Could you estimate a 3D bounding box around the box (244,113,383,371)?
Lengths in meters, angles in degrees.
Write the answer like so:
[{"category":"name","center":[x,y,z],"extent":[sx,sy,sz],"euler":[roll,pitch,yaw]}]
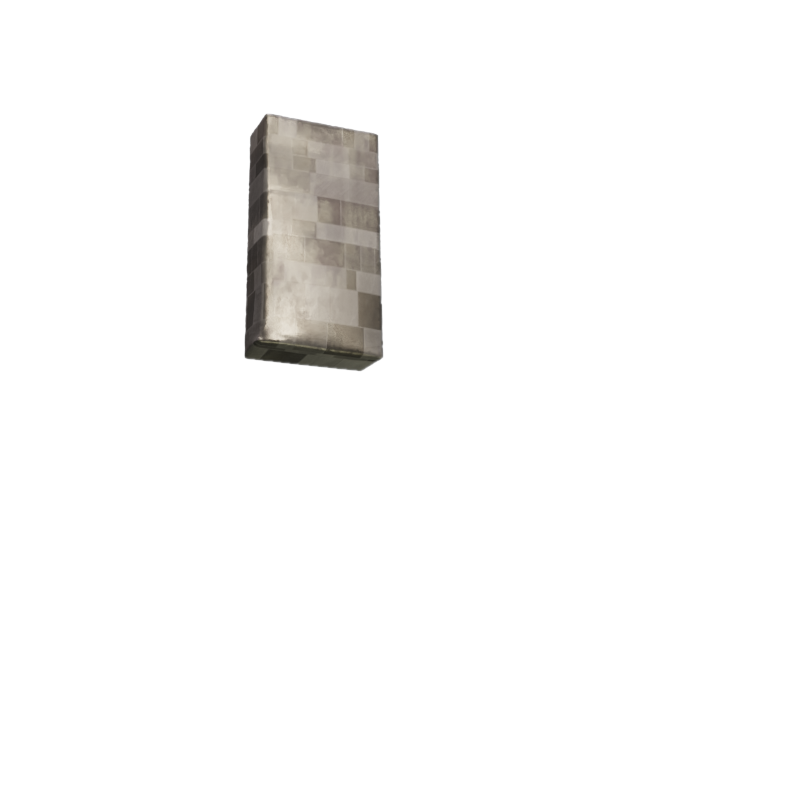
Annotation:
[{"category":"box","center":[-0.063,-0.115,0.804],"extent":[0.090,0.186,0.047],"euler":[7,-24,-21]}]
